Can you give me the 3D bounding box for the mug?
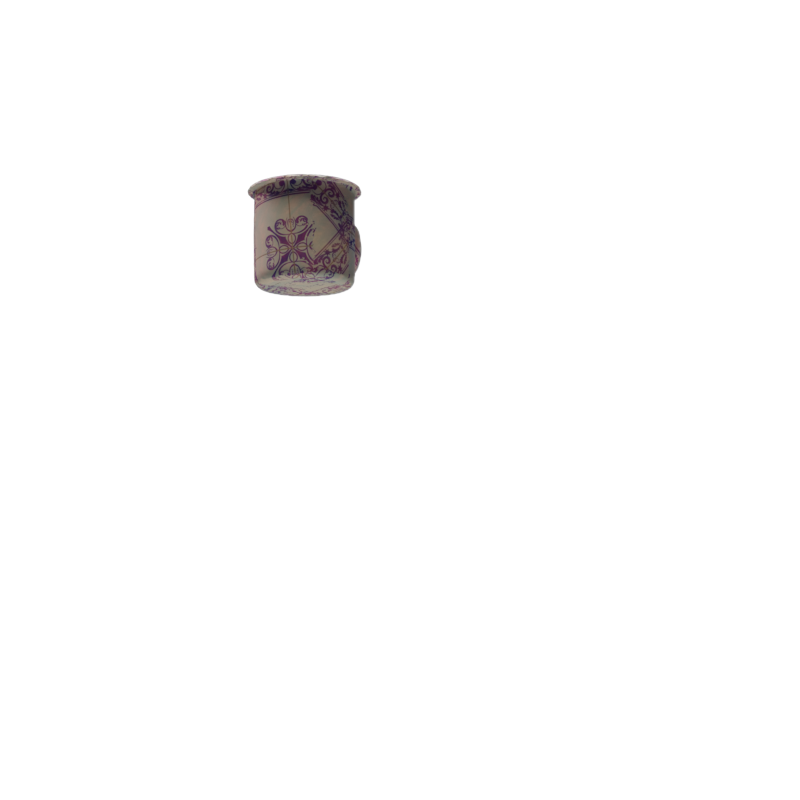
[{"bbox_3d":[-0.071,-0.130,0.909,0.096,0.084,0.111,-7,-12,34],"label":"mug"}]
